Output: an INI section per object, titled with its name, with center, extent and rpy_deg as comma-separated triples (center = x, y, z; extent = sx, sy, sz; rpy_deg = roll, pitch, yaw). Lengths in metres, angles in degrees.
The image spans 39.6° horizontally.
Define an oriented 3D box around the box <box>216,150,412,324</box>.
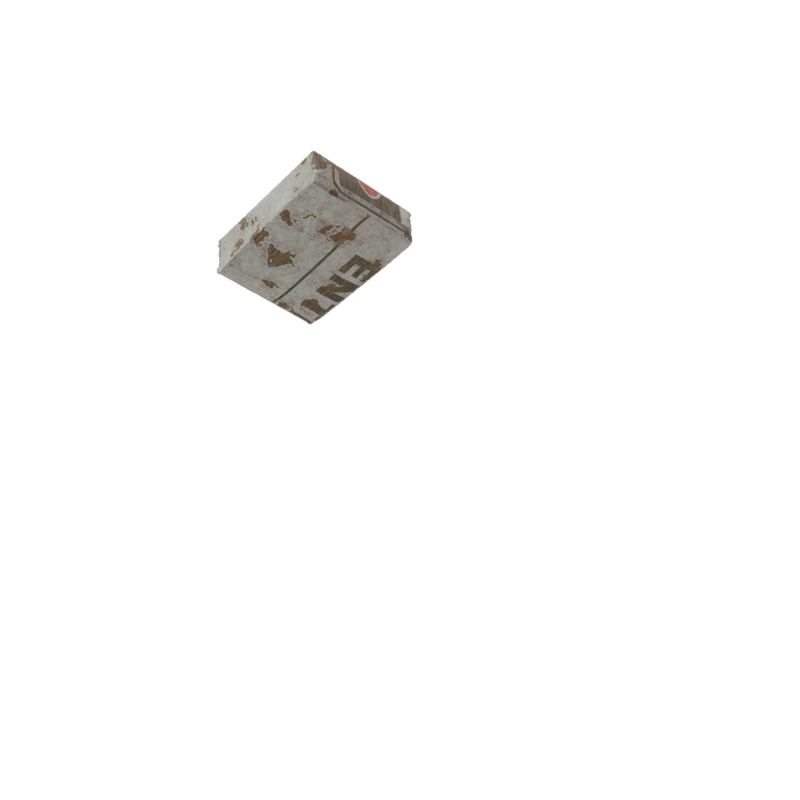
[box]
center = -0.061, -0.111, 0.779
extent = 0.085, 0.042, 0.112
rpy_deg = 32, -53, -28
